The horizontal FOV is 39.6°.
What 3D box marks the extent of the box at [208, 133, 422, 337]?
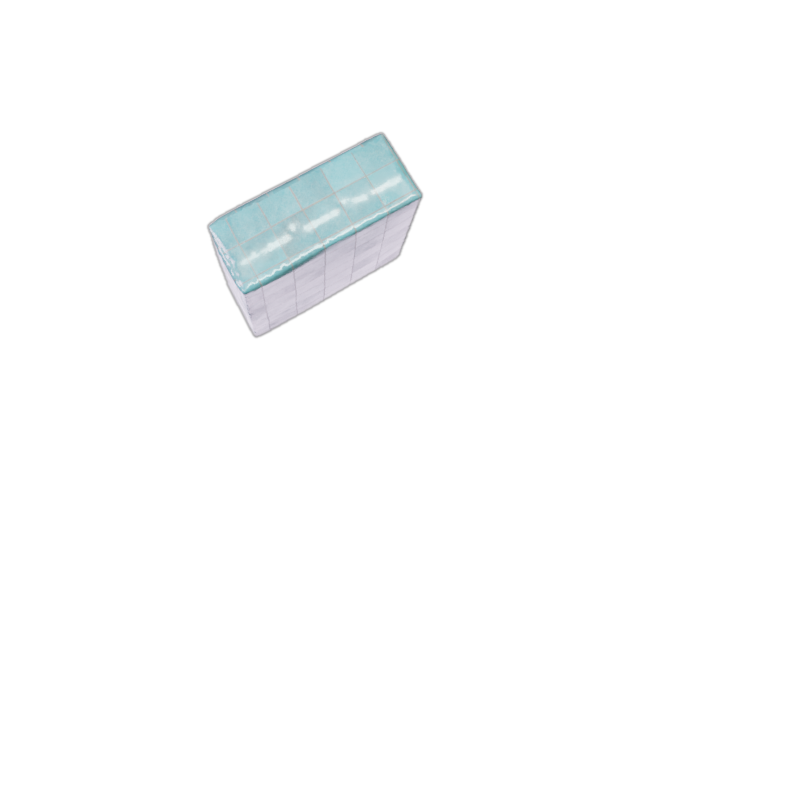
[{"bbox_3d":[-0.076,-0.138,0.969,0.164,0.074,0.209,-30,-4,-7],"label":"box"}]
